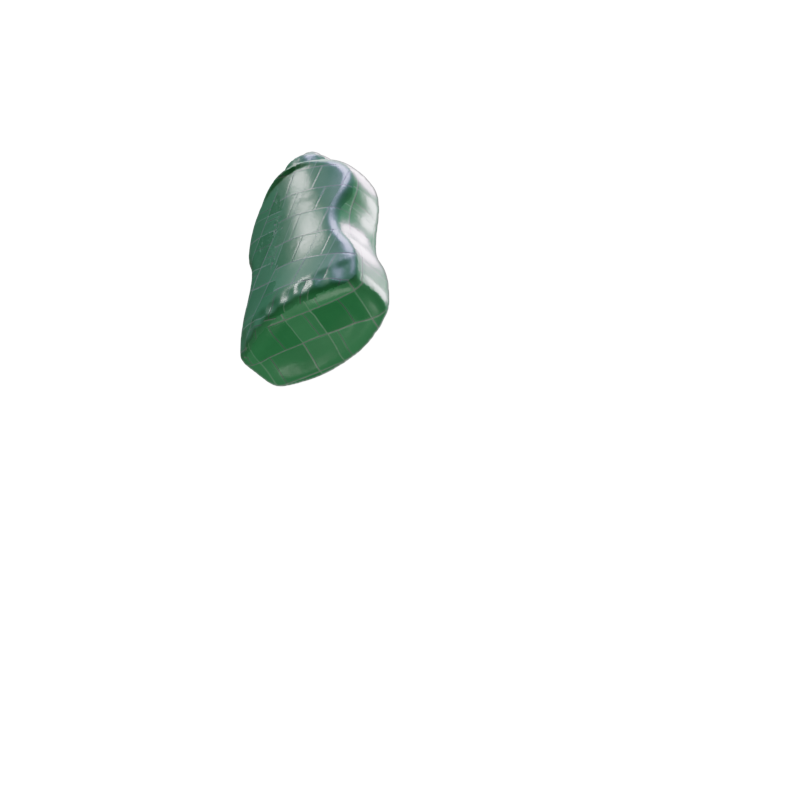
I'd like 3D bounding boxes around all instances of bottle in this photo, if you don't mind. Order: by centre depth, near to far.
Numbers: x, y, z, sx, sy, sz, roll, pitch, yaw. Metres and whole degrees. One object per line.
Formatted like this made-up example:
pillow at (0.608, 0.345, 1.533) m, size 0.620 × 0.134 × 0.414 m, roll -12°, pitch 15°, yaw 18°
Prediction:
bottle at (-0.057, -0.103, 0.719) m, size 0.095 × 0.206 × 0.055 m, roll -36°, pitch -55°, yaw 25°
